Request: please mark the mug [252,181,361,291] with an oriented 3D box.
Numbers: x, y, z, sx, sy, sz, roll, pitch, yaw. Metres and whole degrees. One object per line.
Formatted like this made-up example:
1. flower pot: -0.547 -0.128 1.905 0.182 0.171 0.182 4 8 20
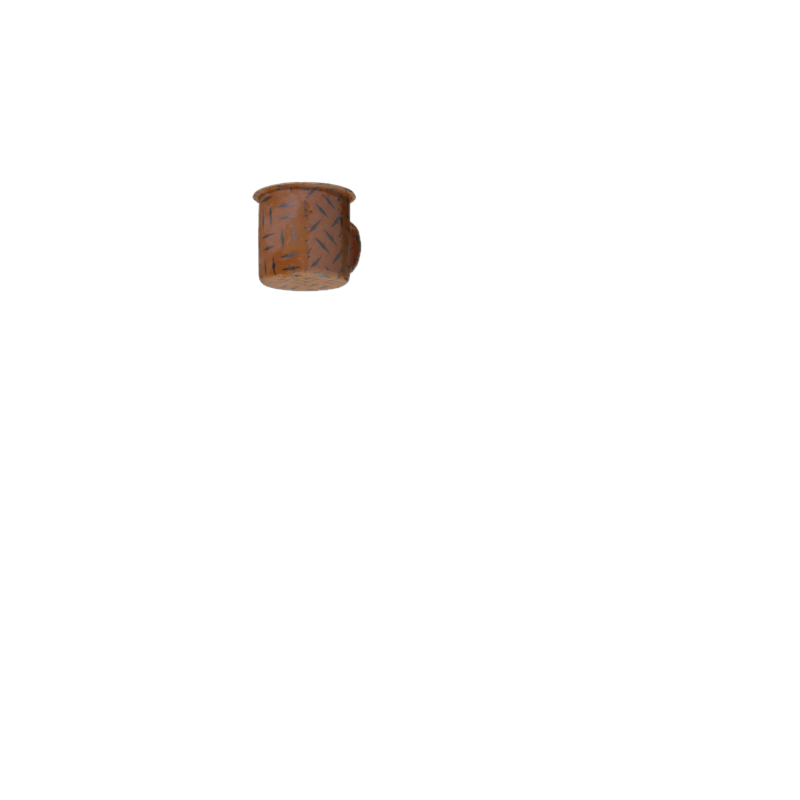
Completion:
1. mug: -0.078 -0.143 0.998 0.096 0.084 0.111 -7 -11 39
